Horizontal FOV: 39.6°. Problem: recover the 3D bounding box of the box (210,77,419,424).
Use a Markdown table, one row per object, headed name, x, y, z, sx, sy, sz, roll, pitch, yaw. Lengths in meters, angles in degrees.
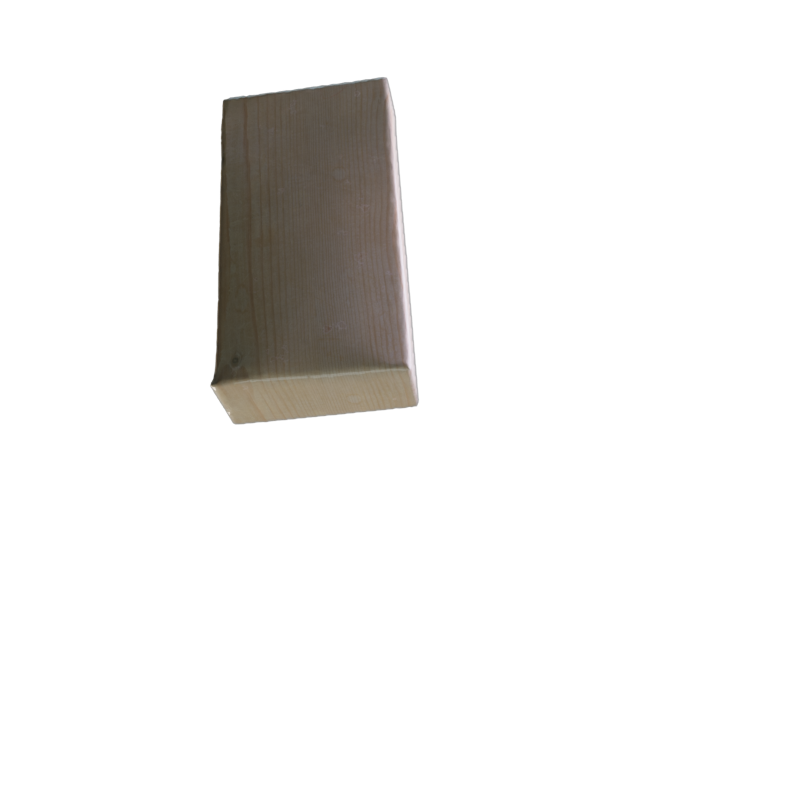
| name | x | y | z | sx | sy | sz | roll | pitch | yaw |
| --- | --- | --- | --- | --- | --- | --- | --- | --- | --- |
| box | -0.043 | -0.079 | 0.558 | 0.094 | 0.189 | 0.044 | -7 | -34 | 6 |
